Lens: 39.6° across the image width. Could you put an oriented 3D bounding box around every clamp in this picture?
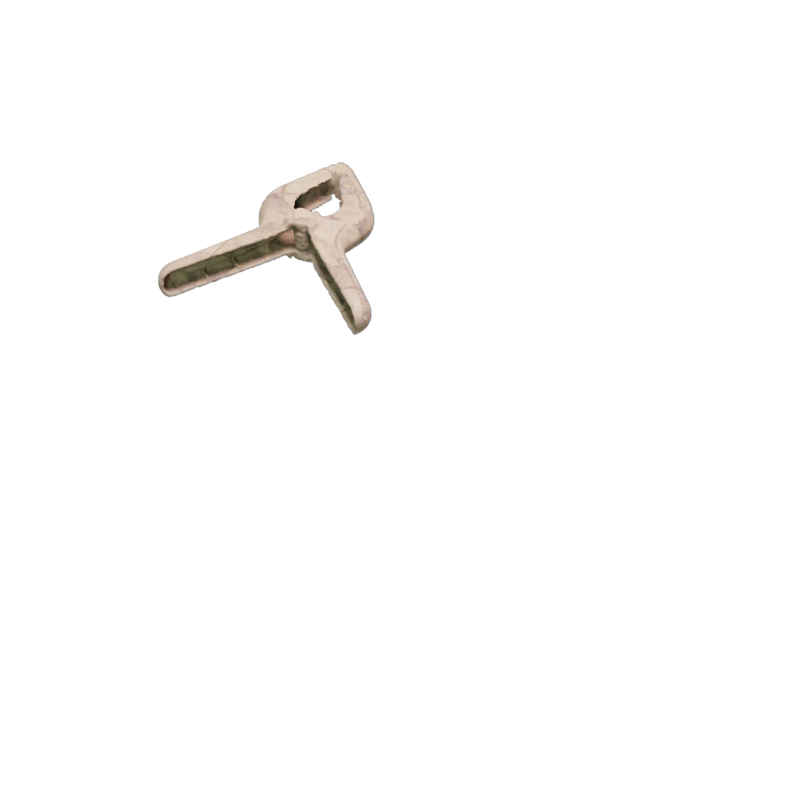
[{"bbox_3d":[-0.068,-0.125,0.873,0.171,0.034,0.216,16,41,19],"label":"clamp"}]
